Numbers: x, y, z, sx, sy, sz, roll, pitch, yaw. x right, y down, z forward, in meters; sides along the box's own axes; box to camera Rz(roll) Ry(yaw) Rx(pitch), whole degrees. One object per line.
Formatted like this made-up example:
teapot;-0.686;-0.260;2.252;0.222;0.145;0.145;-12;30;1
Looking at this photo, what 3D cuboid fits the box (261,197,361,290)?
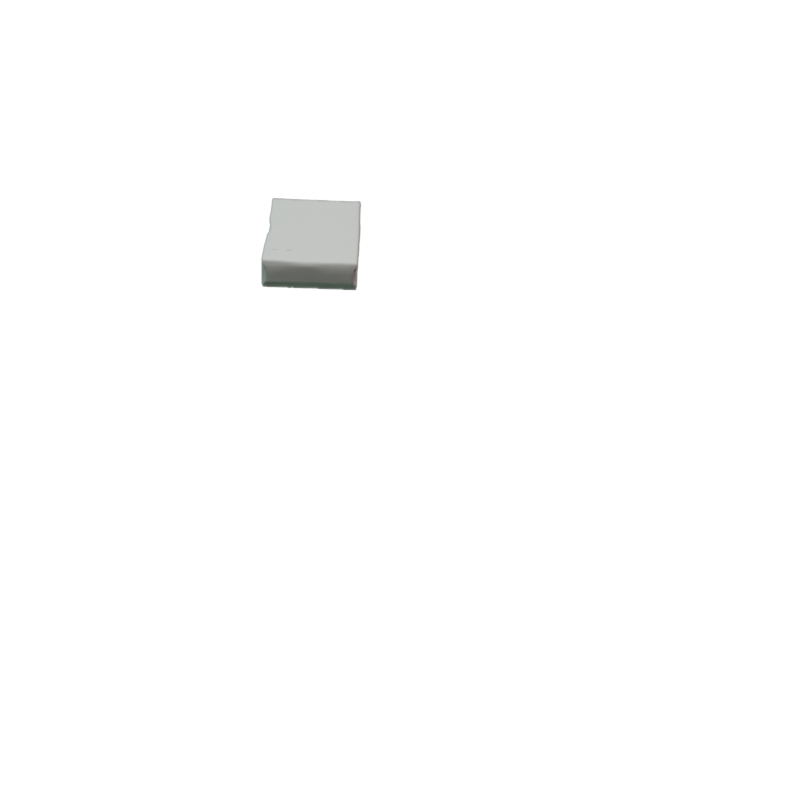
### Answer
box;-0.068;-0.124;0.869;0.073;0.028;0.095;2;40;1
